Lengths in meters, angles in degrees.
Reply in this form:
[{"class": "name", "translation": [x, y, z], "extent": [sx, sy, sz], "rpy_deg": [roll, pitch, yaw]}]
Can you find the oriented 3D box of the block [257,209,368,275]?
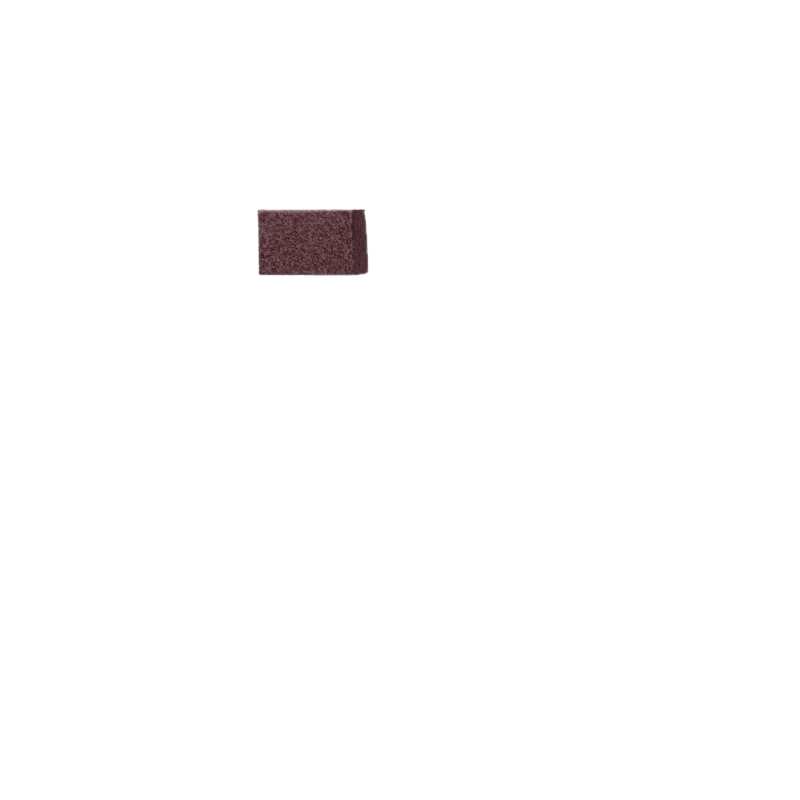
[{"class": "block", "translation": [-0.067, -0.123, 0.862], "extent": [0.079, 0.051, 0.052], "rpy_deg": [1, 5, 11]}]
